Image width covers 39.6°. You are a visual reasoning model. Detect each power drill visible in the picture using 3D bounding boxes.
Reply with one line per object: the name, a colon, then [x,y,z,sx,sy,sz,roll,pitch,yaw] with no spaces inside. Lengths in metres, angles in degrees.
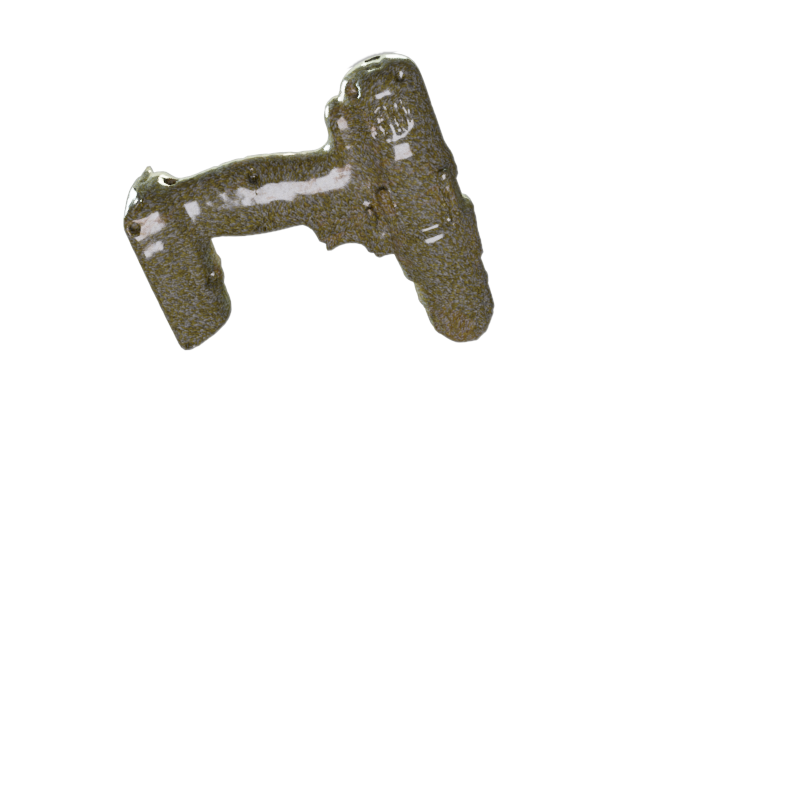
power drill: [-0.050,-0.092,0.642,0.188,0.173,0.061,-17,27,9]
